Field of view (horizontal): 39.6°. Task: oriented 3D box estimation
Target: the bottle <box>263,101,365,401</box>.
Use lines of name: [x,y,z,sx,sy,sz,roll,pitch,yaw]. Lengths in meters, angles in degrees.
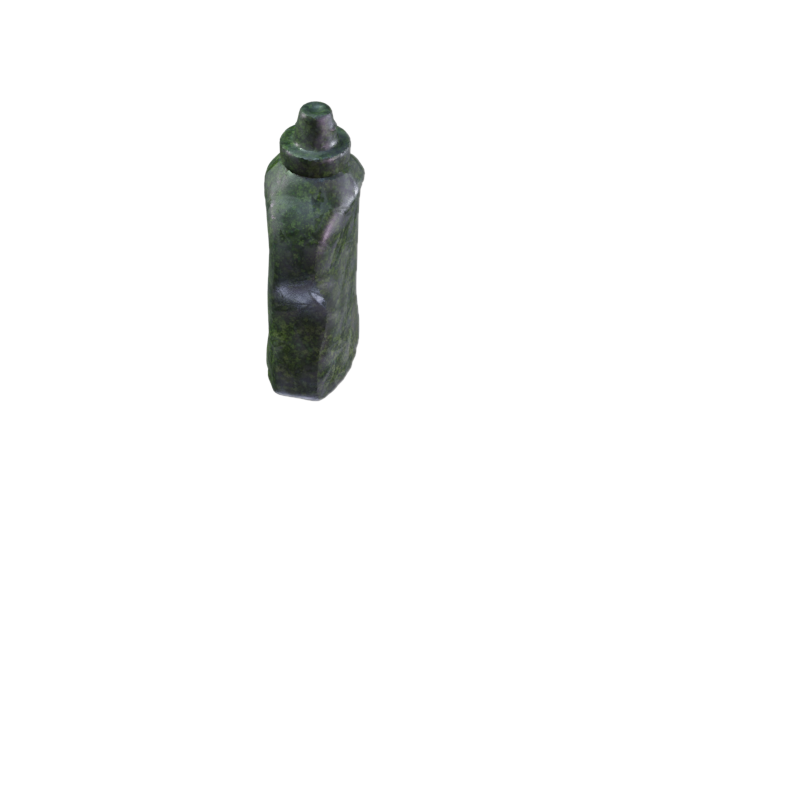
bottle: [-0.053,-0.097,0.677,0.059,0.179,0.101,11,43,7]
